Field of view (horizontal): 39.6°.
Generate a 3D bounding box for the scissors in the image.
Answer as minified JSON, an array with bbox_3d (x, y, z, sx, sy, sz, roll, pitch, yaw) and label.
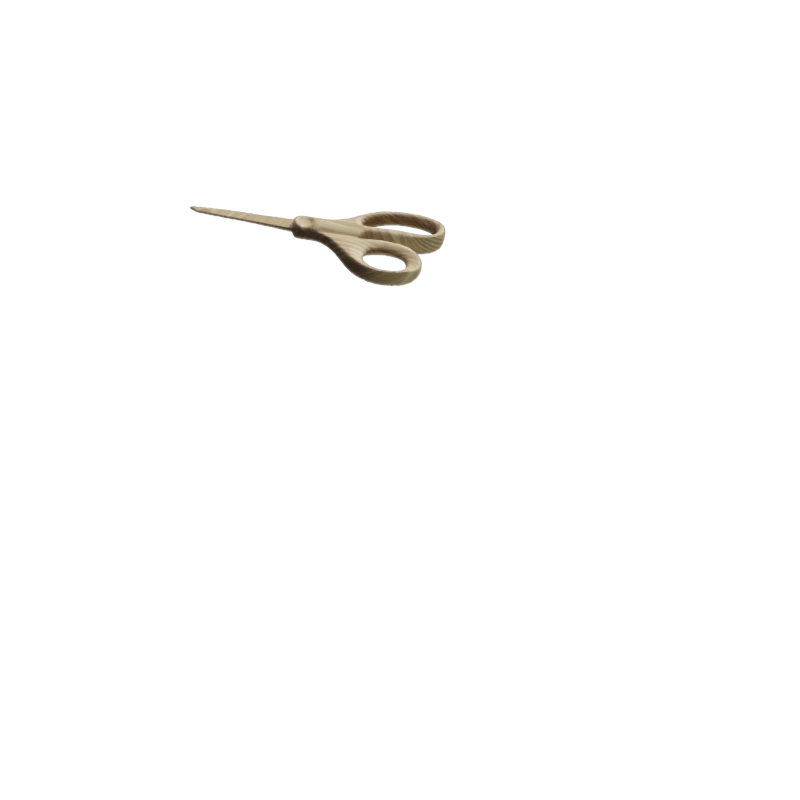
[{"bbox_3d":[-0.066,-0.121,0.846,0.202,0.015,0.103,1,38,2],"label":"scissors"}]
